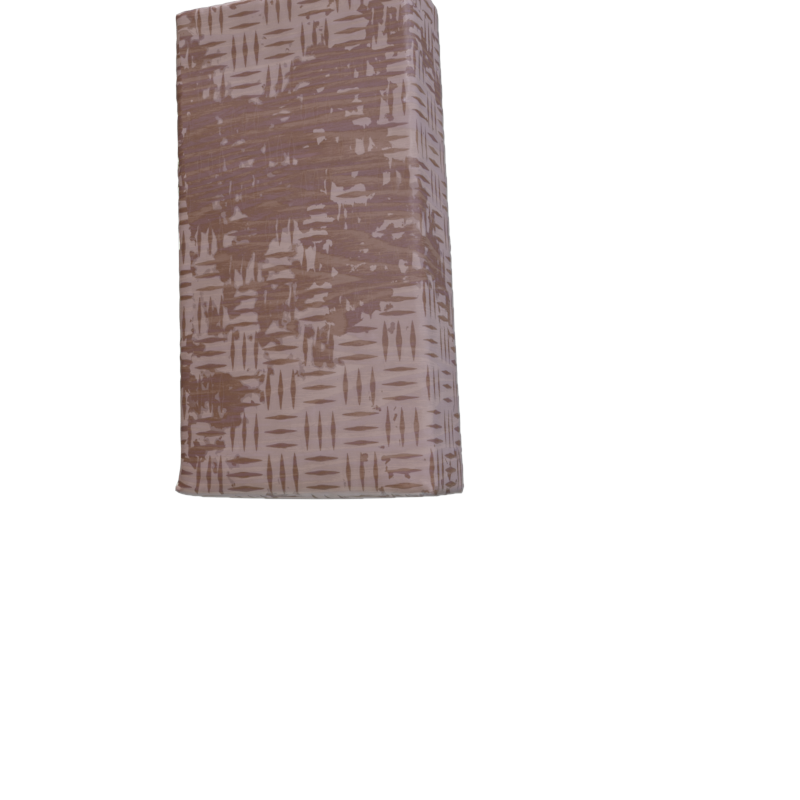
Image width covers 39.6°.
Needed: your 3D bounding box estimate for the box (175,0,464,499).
[{"bbox_3d":[-0.030,-0.056,0.390,0.095,0.182,0.045,-5,-13,20],"label":"box"}]
